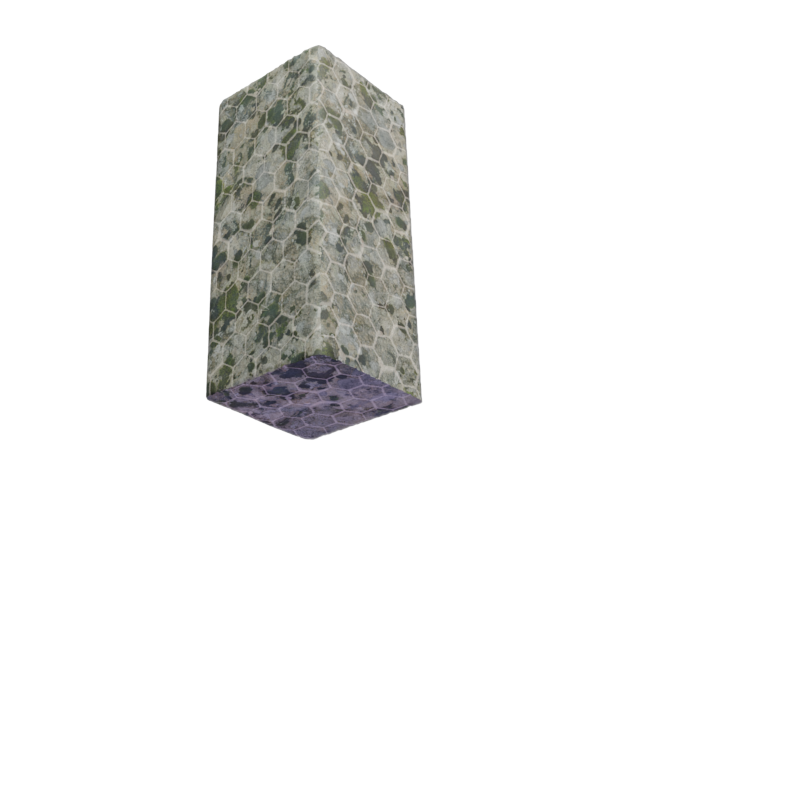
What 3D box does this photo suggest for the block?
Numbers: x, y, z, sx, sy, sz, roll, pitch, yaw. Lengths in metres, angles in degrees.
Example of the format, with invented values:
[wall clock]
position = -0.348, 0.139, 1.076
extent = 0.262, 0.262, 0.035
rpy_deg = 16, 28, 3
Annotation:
[block]
position = -0.053, -0.095, 0.668
extent = 0.091, 0.219, 0.084
rpy_deg = -23, -35, 34
